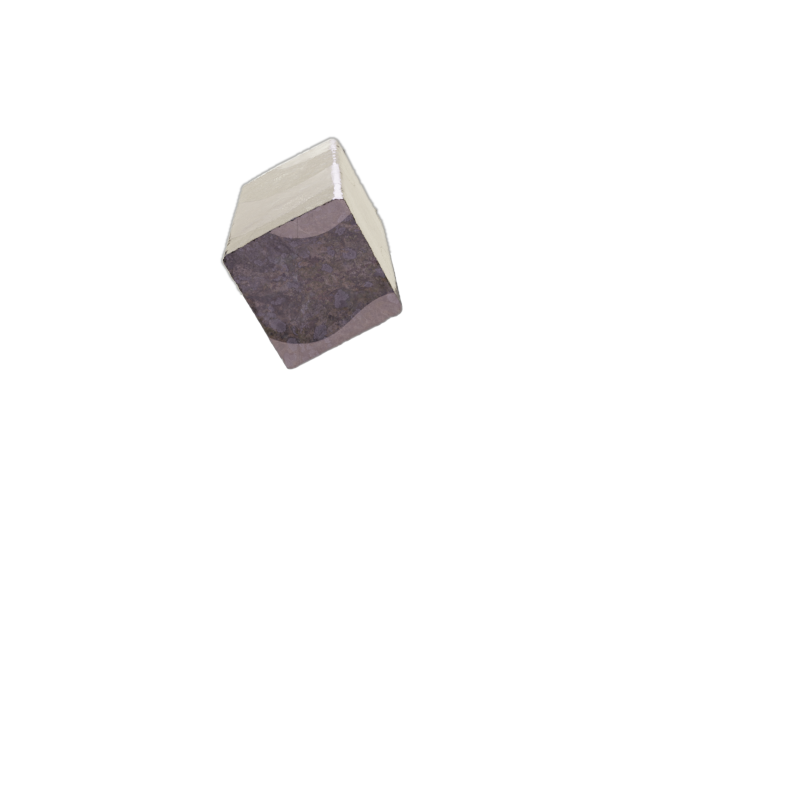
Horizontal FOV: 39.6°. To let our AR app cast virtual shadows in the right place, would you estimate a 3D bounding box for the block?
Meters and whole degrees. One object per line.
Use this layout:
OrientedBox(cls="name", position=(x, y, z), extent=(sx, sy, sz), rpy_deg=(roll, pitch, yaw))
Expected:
OrientedBox(cls="block", position=(-0.063, -0.116, 0.812), extent=(0.090, 0.087, 0.216), rpy_deg=(-27, 21, 7))
